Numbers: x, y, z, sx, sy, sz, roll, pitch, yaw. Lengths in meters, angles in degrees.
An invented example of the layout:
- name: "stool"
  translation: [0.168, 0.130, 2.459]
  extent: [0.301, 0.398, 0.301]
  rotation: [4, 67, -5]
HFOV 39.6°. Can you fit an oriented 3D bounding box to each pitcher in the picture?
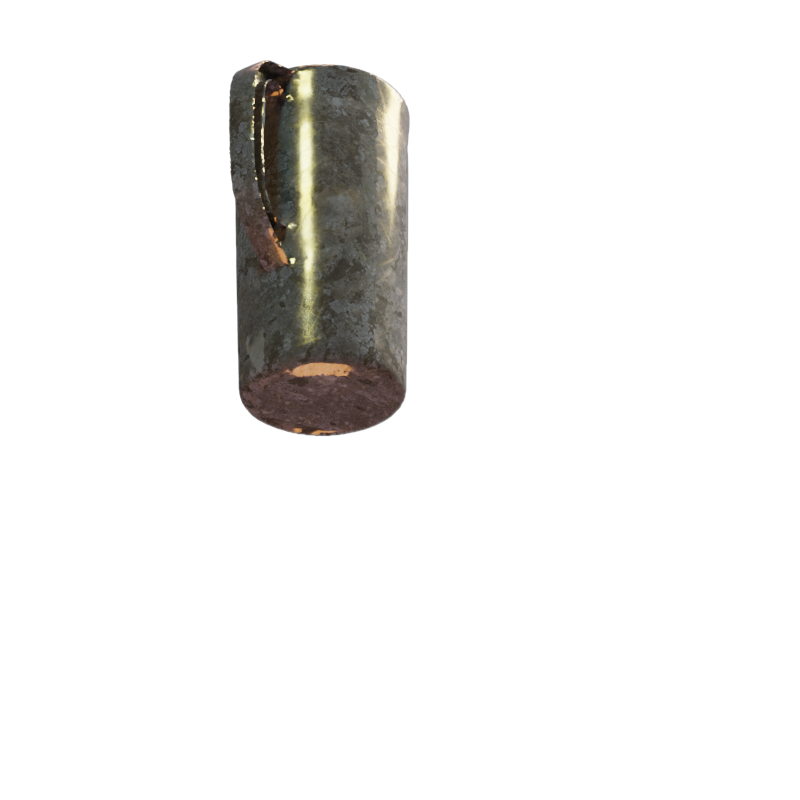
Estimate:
- name: "pitcher"
  translation: [-0.060, -0.109, 0.767]
  extent: [0.146, 0.259, 0.139]
  rotation: [8, -33, -16]
